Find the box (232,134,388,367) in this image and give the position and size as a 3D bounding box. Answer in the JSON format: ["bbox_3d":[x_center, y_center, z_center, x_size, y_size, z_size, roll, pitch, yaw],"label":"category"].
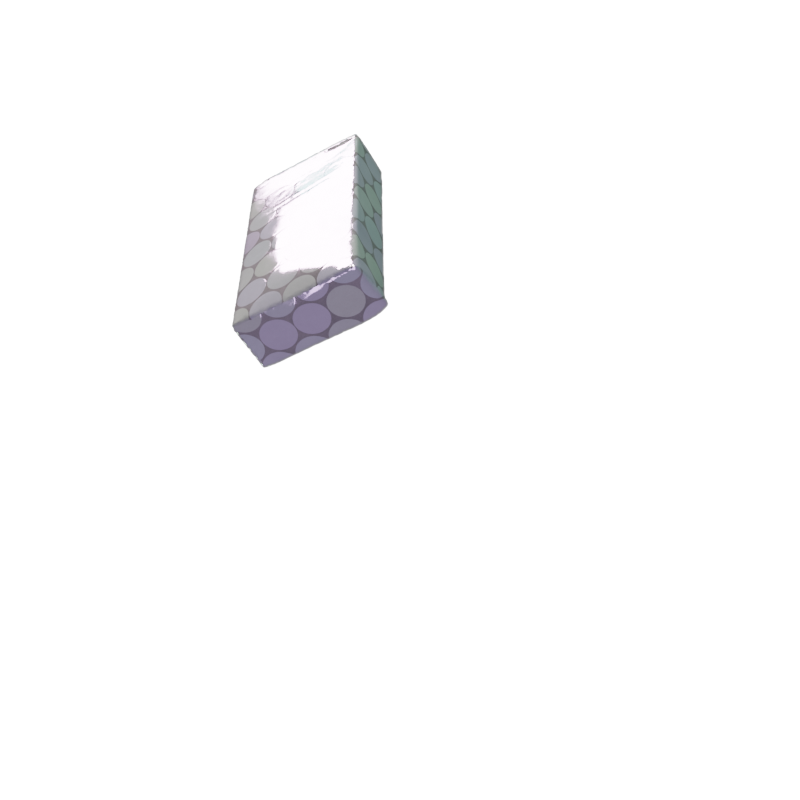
[{"bbox_3d":[-0.059,-0.108,0.752,0.093,0.045,0.189,-25,37,16],"label":"box"}]
